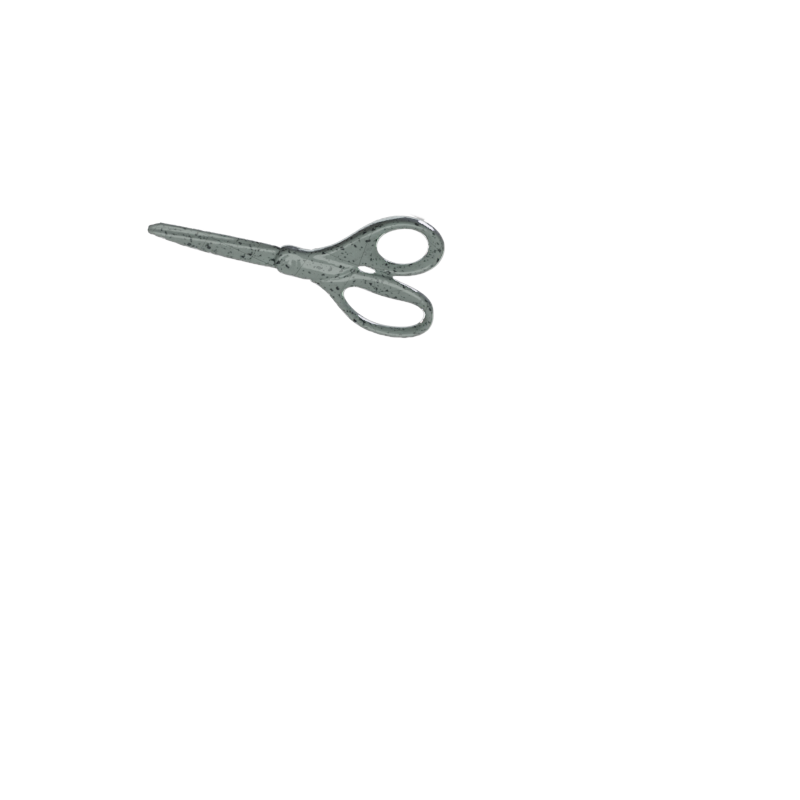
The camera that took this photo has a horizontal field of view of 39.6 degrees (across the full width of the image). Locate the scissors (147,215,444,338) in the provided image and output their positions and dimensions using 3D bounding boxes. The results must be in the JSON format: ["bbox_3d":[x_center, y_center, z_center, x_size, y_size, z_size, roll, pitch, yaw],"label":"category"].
[{"bbox_3d":[-0.058,-0.106,0.741,0.196,0.094,0.017,27,22,-12],"label":"scissors"}]
